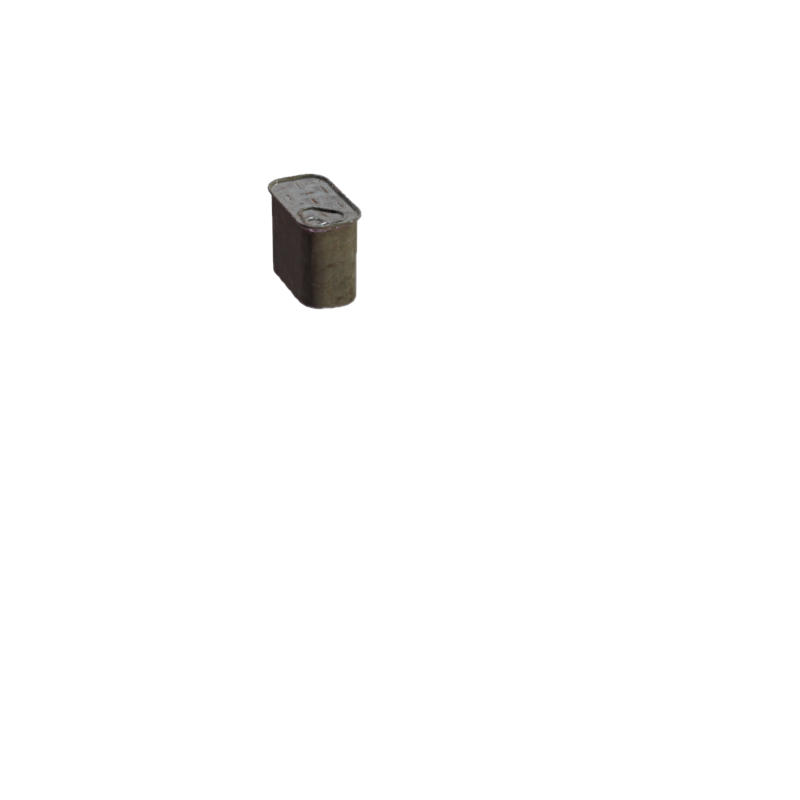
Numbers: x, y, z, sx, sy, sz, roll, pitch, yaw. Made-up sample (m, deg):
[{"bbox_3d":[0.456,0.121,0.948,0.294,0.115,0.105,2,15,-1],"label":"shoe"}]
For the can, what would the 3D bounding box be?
[{"bbox_3d":[-0.075,-0.137,0.963,0.056,0.079,0.110,-12,34,-22],"label":"can"}]
